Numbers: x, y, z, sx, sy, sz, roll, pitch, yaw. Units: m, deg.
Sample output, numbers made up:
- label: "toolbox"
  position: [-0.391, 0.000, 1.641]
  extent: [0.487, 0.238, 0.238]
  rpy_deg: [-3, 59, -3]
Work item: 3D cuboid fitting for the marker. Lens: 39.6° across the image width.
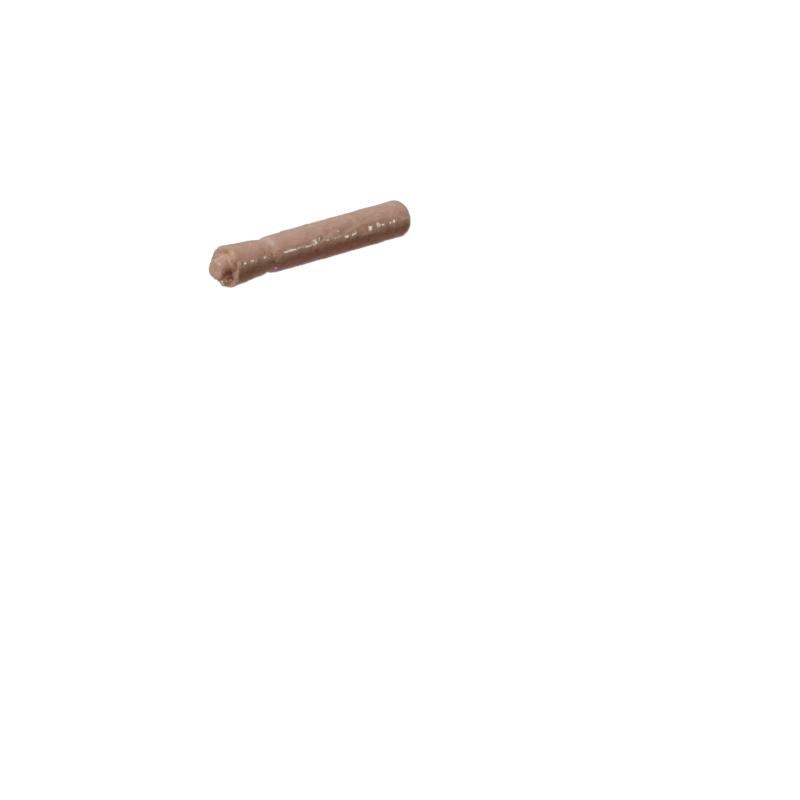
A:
- label: "marker"
  position: [-0.040, -0.074, 0.515]
  extent: [0.021, 0.019, 0.119]
  rpy_deg: [4, 20, 42]
